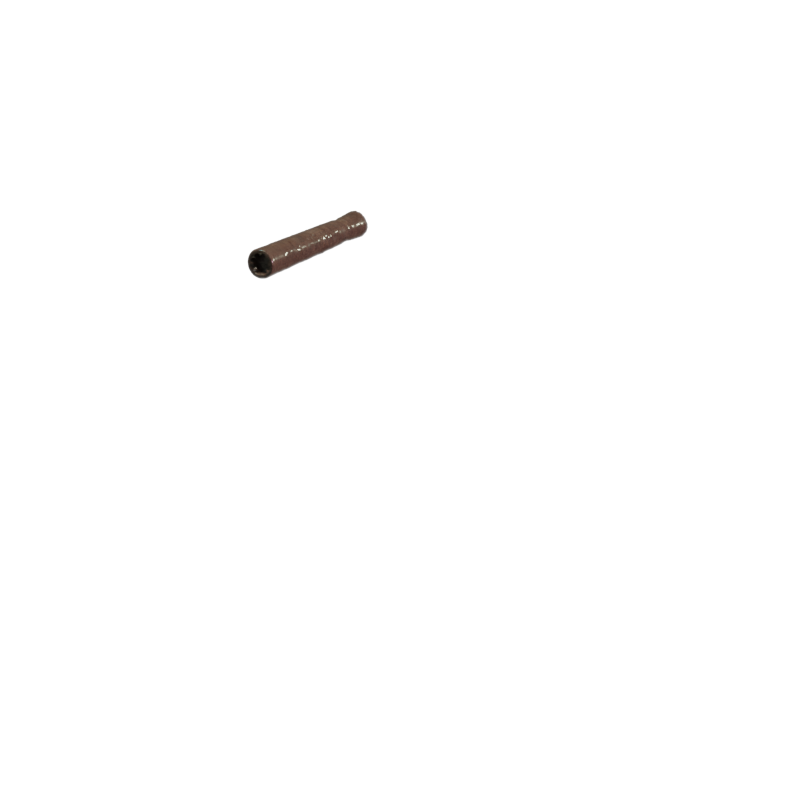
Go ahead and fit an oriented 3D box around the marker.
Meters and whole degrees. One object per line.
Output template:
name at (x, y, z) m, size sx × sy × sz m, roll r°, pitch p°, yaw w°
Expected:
marker at (-0.056, -0.102, 0.715) m, size 0.020 × 0.019 × 0.121 m, roll 2°, pitch 21°, yaw 30°
